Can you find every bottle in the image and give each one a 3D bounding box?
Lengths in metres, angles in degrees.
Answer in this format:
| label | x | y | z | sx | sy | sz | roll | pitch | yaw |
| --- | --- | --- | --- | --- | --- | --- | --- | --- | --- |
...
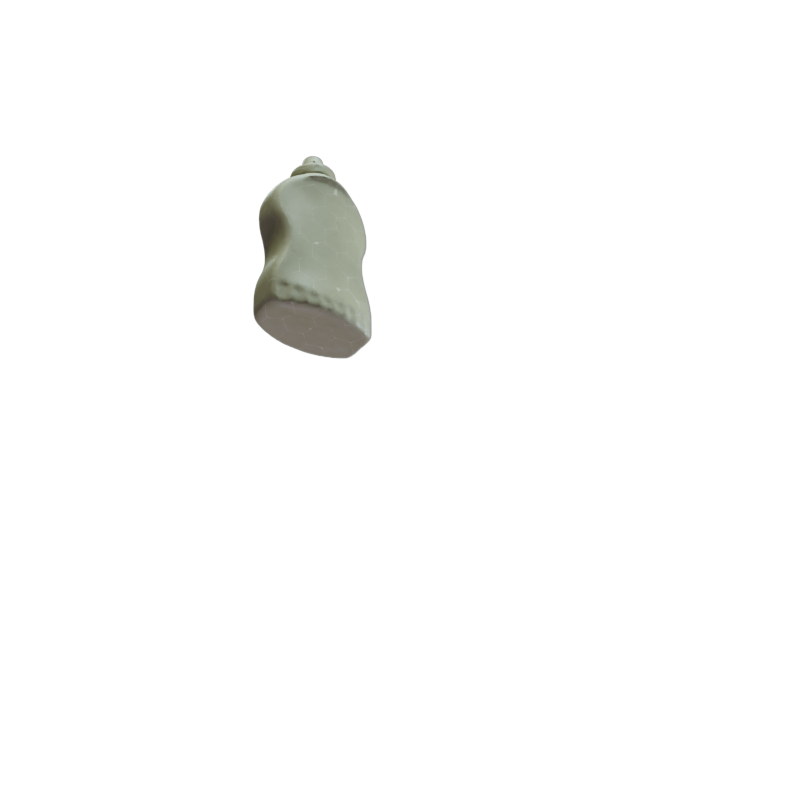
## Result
| label | x | y | z | sx | sy | sz | roll | pitch | yaw |
| --- | --- | --- | --- | --- | --- | --- | --- | --- | --- |
| bottle | -0.073 | -0.132 | 0.924 | 0.092 | 0.206 | 0.057 | 20 | -44 | -26 |
